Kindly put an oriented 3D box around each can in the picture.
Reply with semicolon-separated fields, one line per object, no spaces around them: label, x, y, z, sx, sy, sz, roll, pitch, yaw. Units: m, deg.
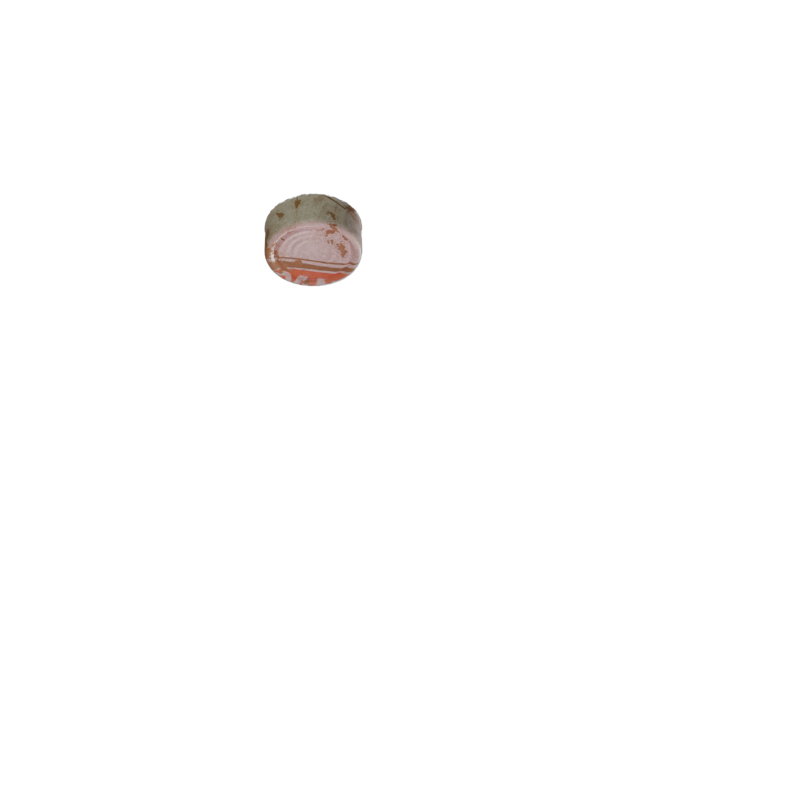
can;-0.075;-0.137;0.961;0.086;0.036;0.080;1;-38;-2
